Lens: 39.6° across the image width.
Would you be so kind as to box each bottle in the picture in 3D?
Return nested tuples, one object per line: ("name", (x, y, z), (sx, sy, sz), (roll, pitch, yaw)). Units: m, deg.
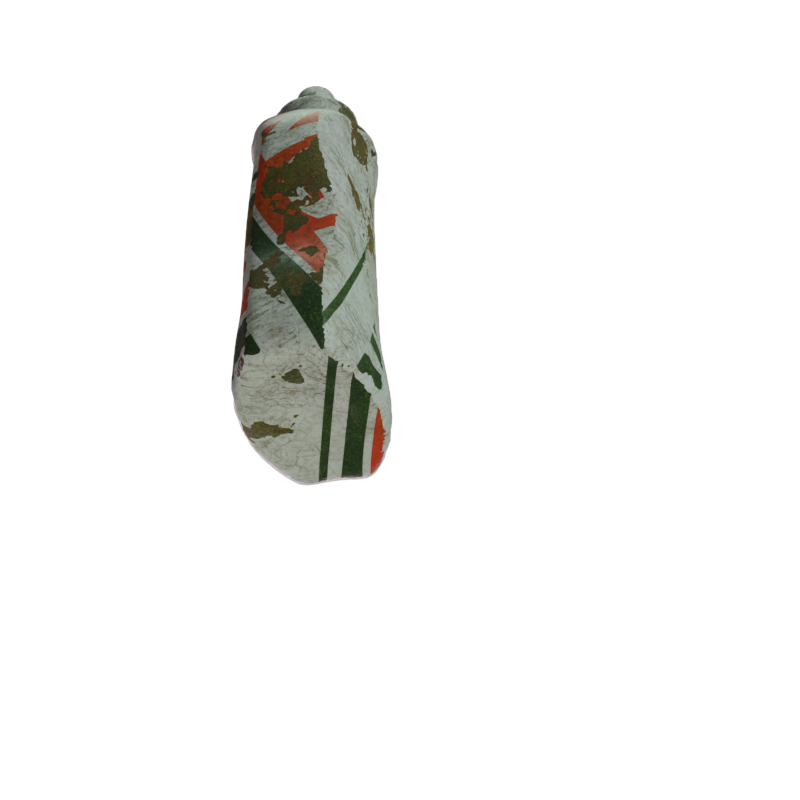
("bottle", (-0.037, -0.069, 0.480), (0.059, 0.206, 0.089), (-10, -40, 8))
